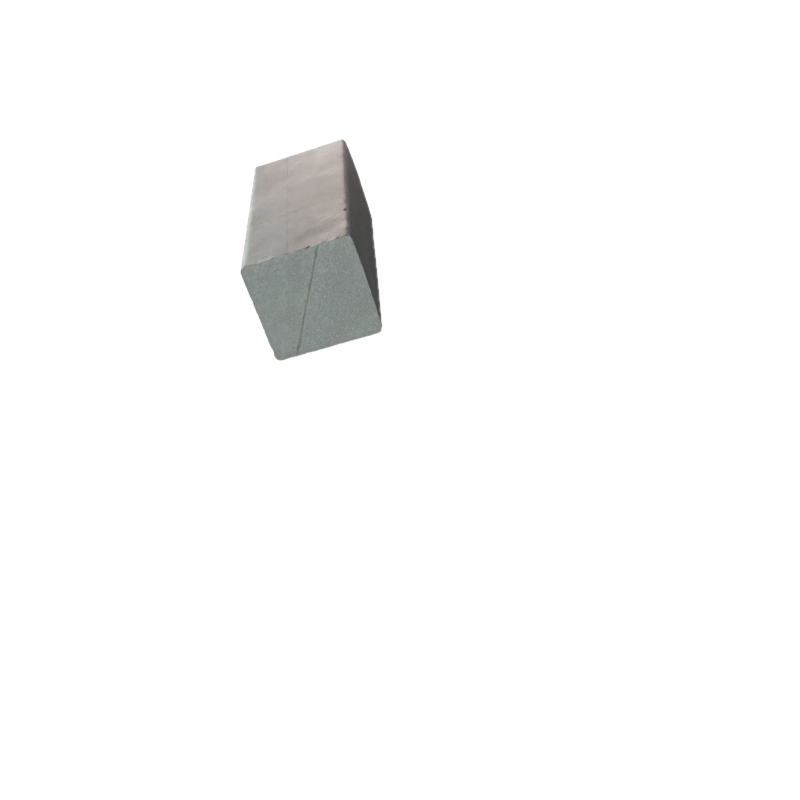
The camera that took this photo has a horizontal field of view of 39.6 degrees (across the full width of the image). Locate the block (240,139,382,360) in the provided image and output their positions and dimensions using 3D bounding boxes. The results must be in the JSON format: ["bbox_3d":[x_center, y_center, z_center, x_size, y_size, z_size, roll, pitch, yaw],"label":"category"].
[{"bbox_3d":[-0.073,-0.134,0.941,0.091,0.084,0.219,-16,31,6],"label":"block"}]
